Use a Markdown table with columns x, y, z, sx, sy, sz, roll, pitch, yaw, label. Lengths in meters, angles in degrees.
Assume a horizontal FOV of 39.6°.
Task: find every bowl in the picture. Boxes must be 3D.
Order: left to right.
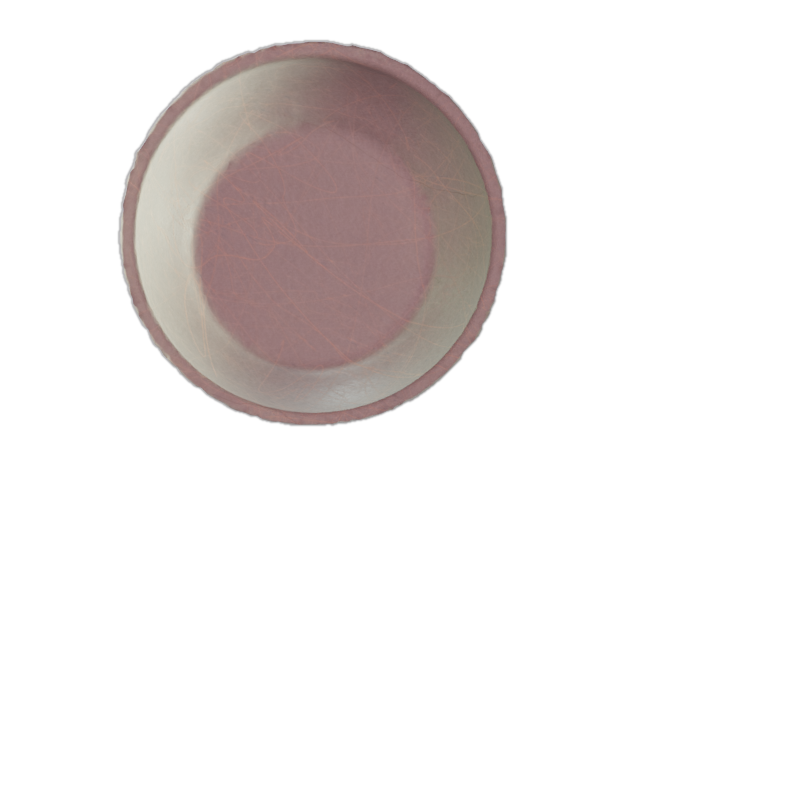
| x | y | z | sx | sy | sz | roll | pitch | yaw | label |
| --- | --- | --- | --- | --- | --- | --- | --- | --- | --- |
| -0.034 | -0.062 | 0.438 | 0.162 | 0.160 | 0.056 | 0 | 6 | 0 | bowl |
